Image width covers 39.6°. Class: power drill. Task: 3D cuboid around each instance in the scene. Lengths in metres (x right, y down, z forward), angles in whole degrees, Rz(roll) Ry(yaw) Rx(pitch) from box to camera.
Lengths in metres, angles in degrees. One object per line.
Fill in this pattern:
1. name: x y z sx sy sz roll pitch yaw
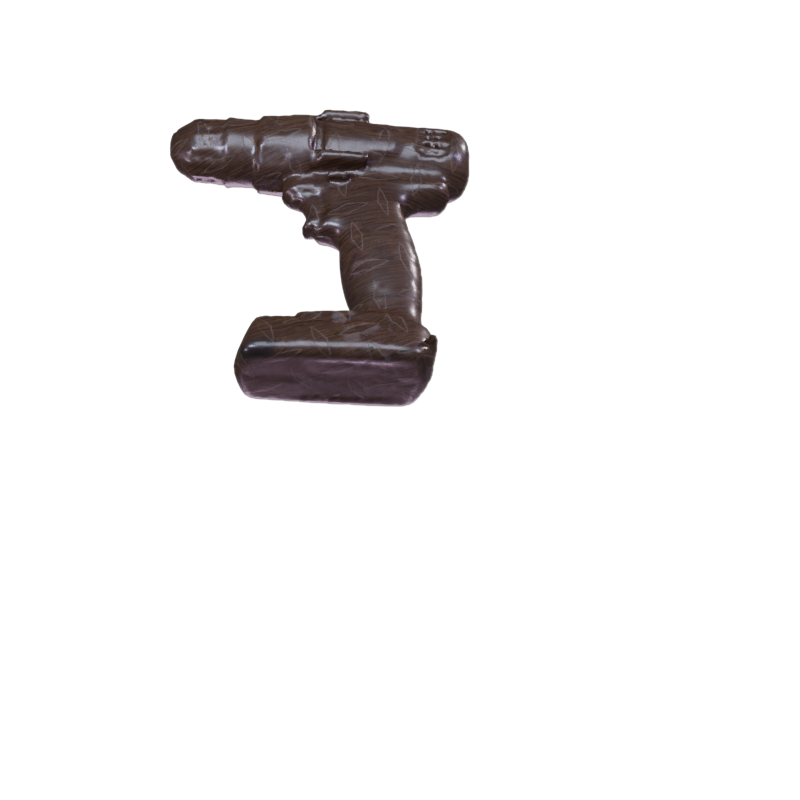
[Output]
1. power drill: -0.050 -0.091 0.640 0.185 0.200 0.054 2 -35 1
